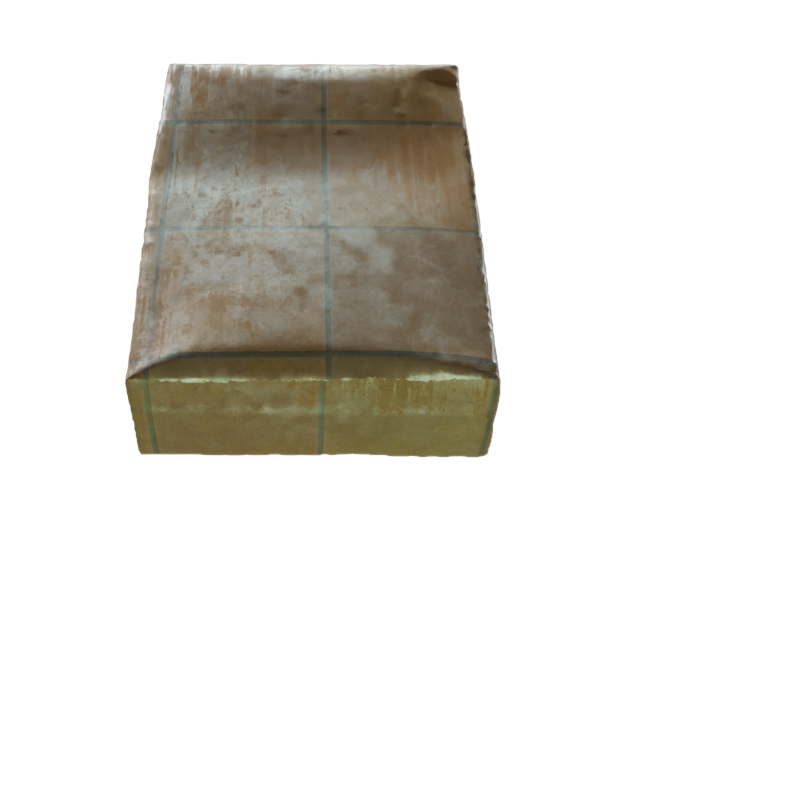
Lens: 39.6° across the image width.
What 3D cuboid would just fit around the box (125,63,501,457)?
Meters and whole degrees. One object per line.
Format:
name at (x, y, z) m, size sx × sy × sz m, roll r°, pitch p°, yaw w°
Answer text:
box at (-0.044, -0.080, 0.558) m, size 0.164 × 0.229 × 0.067 m, roll -1°, pitch -38°, yaw -2°
